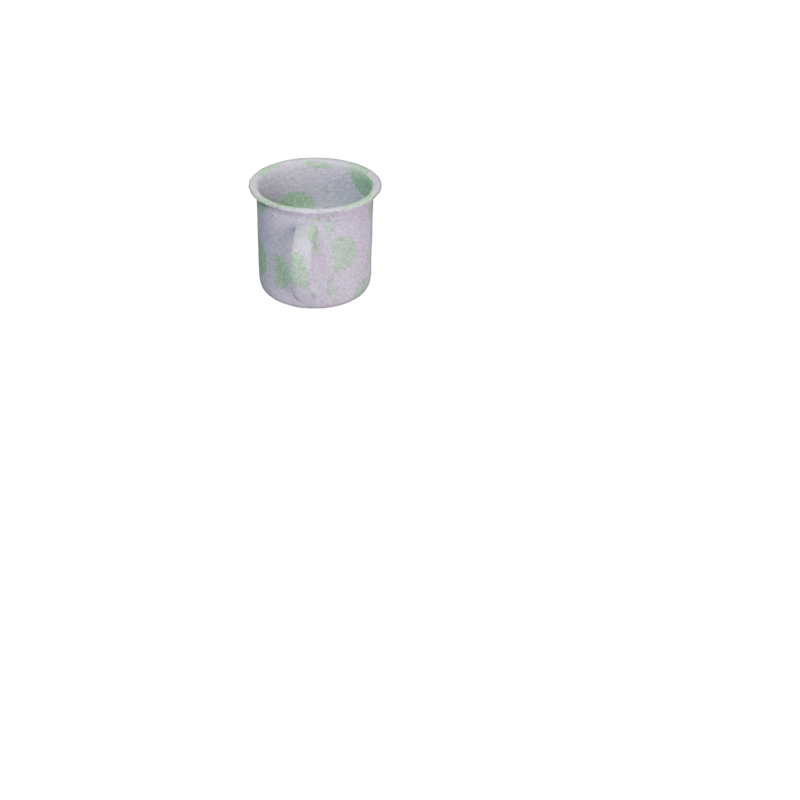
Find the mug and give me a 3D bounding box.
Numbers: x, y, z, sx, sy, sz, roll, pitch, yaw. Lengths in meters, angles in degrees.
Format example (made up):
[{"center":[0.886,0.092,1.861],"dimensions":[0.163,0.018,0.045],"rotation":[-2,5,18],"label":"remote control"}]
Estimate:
[{"center":[-0.061,-0.112,0.782],"dimensions":[0.094,0.077,0.124],"rotation":[2,32,2],"label":"mug"}]
